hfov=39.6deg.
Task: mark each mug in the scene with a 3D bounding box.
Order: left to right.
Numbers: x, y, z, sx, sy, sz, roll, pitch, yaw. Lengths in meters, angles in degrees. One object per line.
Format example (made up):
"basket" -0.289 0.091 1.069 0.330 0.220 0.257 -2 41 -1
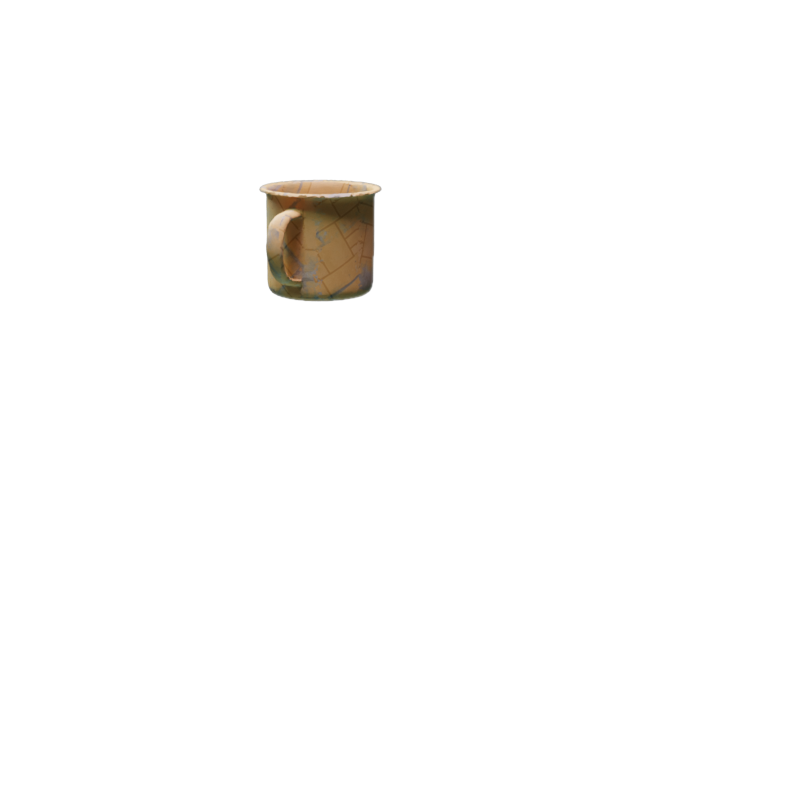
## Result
"mug" -0.066 -0.120 0.837 0.096 0.079 0.117 7 17 23
